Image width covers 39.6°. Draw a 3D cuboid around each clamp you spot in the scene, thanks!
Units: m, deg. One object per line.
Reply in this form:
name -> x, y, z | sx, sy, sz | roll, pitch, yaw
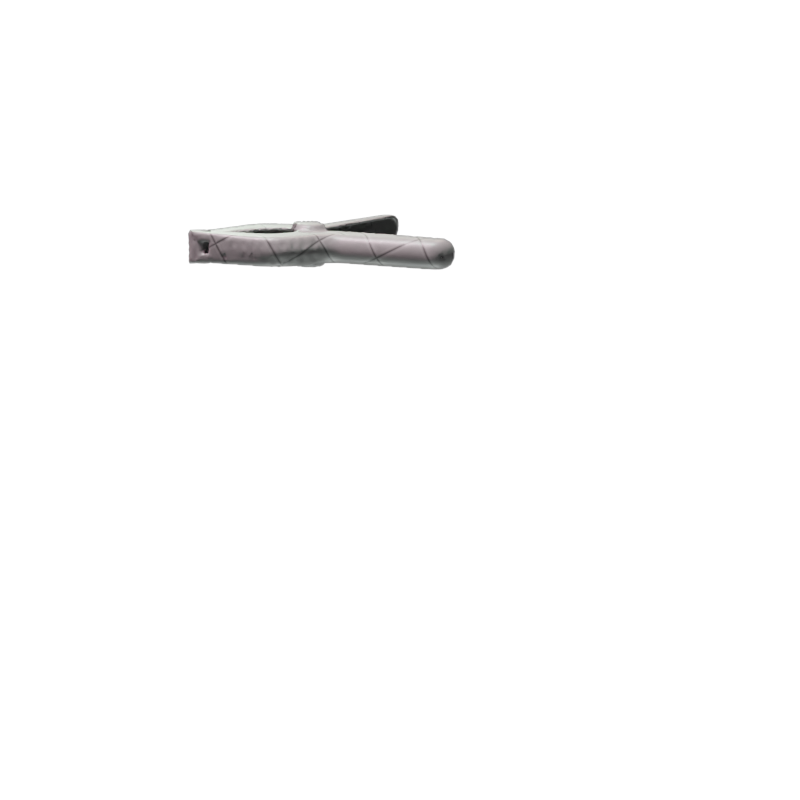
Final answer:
clamp -> -0.074, -0.134, 0.940 | 0.208, 0.035, 0.171 | -2, 16, -7
